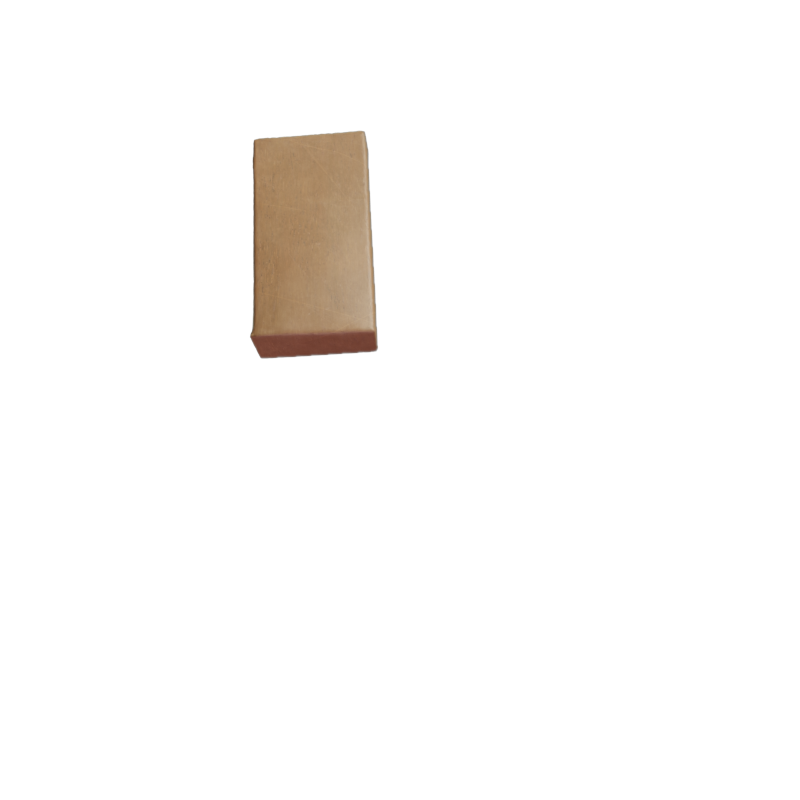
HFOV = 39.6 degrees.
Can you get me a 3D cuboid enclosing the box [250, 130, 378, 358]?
[{"bbox_3d":[-0.067,-0.123,0.861,0.094,0.187,0.045,-4,-28,4],"label":"box"}]
